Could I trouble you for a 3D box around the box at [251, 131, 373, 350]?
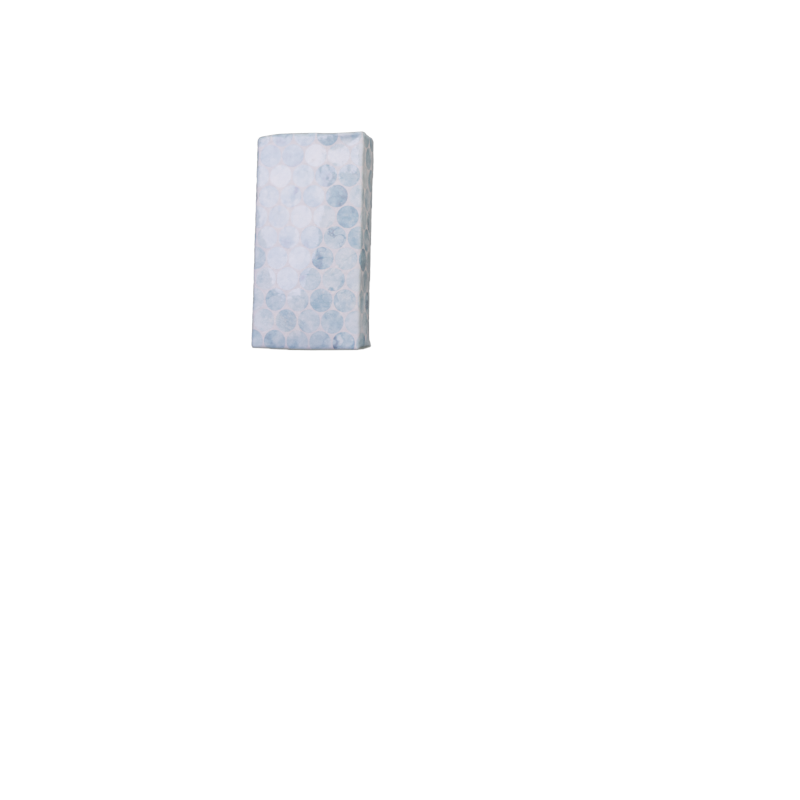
[{"bbox_3d":[-0.071,-0.130,0.908,0.095,0.178,0.047,-1,-3,15],"label":"box"}]
